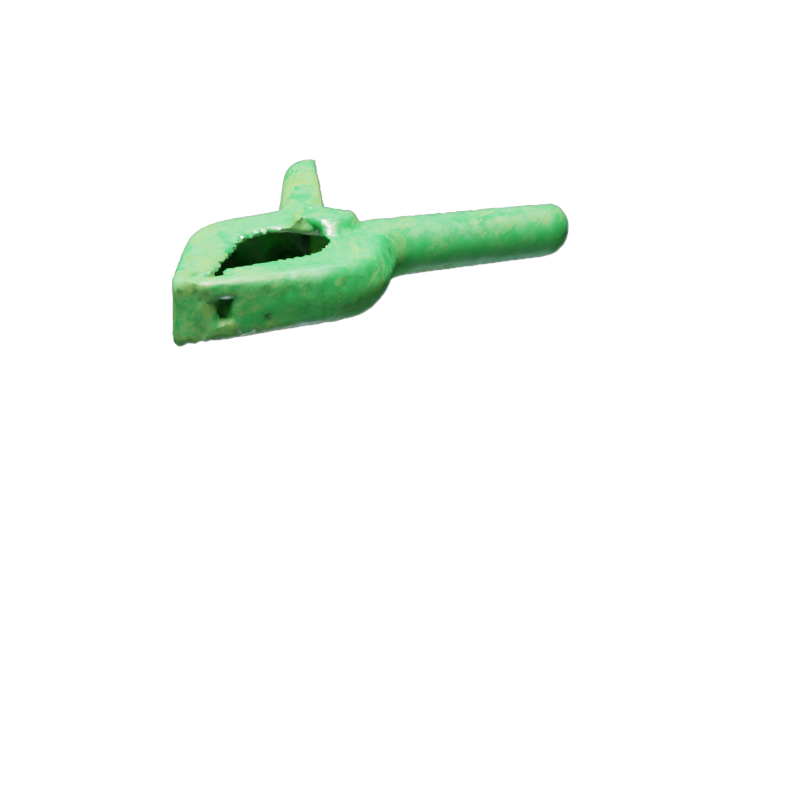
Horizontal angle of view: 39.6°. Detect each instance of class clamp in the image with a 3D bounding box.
[{"bbox_3d":[-0.041,-0.075,0.525,0.174,0.035,0.208,19,31,35],"label":"clamp"}]
